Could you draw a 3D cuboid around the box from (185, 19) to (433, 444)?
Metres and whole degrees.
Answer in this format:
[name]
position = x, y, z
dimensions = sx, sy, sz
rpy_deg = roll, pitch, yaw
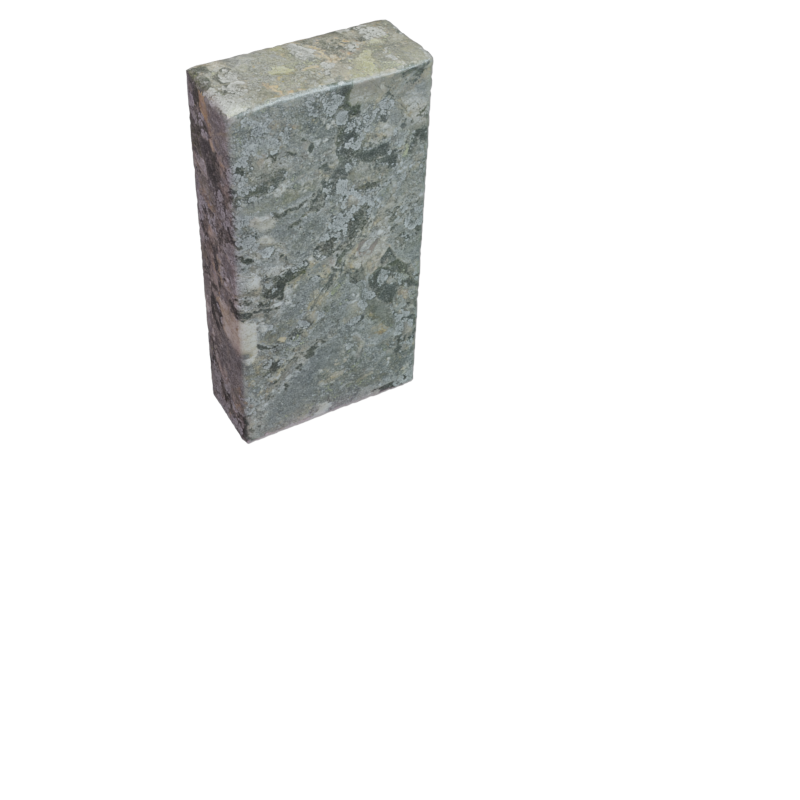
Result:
[box]
position = -0.038, -0.068, 0.480
dimensions = 0.092, 0.164, 0.052
rpy_deg = -20, 48, -23
